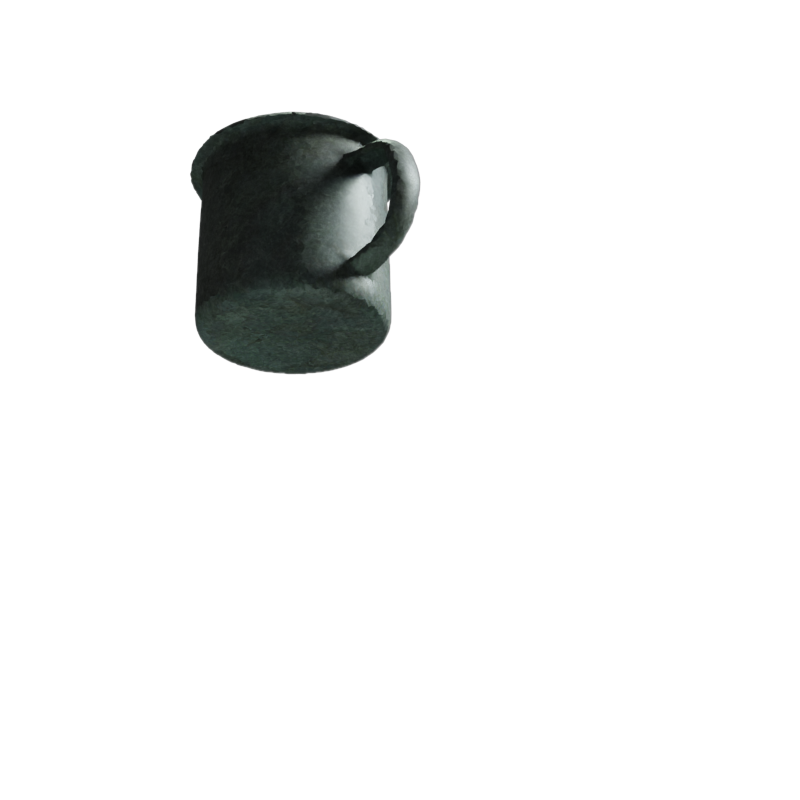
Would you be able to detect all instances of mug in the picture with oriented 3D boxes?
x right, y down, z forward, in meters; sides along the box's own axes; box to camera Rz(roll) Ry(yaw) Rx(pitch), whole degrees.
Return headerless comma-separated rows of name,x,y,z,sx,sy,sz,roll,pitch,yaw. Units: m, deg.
mug,-0.037,-0.067,0.469,0.117,0.087,0.087,-24,-36,37
